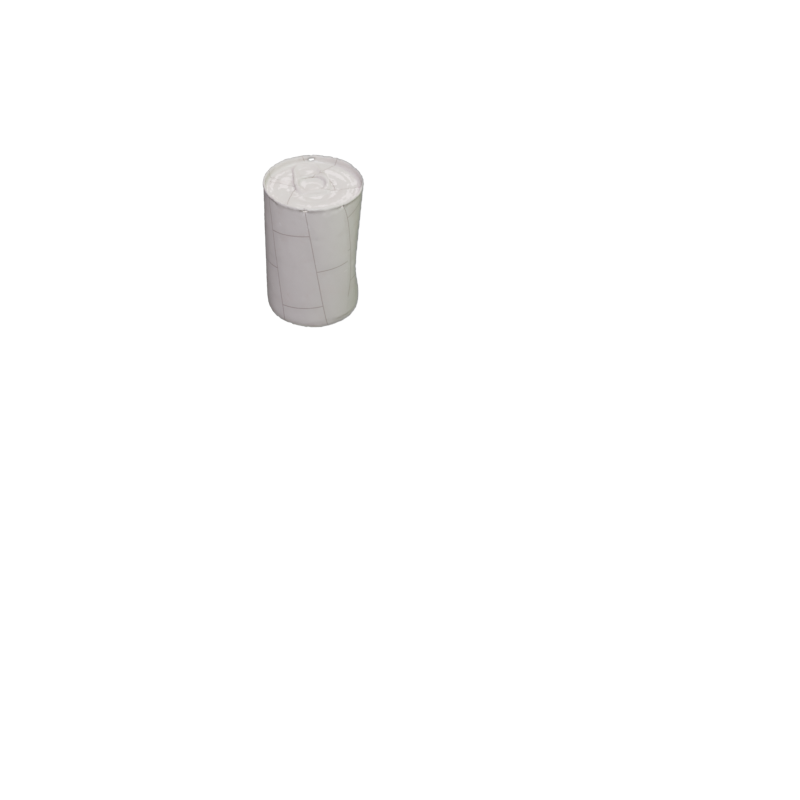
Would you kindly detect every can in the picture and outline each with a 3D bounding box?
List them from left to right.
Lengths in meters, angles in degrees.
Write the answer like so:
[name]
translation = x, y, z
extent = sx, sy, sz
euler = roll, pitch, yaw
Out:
[can]
translation = -0.061, -0.110, 0.773
extent = 0.068, 0.095, 0.073
euler = 0, 40, -3
